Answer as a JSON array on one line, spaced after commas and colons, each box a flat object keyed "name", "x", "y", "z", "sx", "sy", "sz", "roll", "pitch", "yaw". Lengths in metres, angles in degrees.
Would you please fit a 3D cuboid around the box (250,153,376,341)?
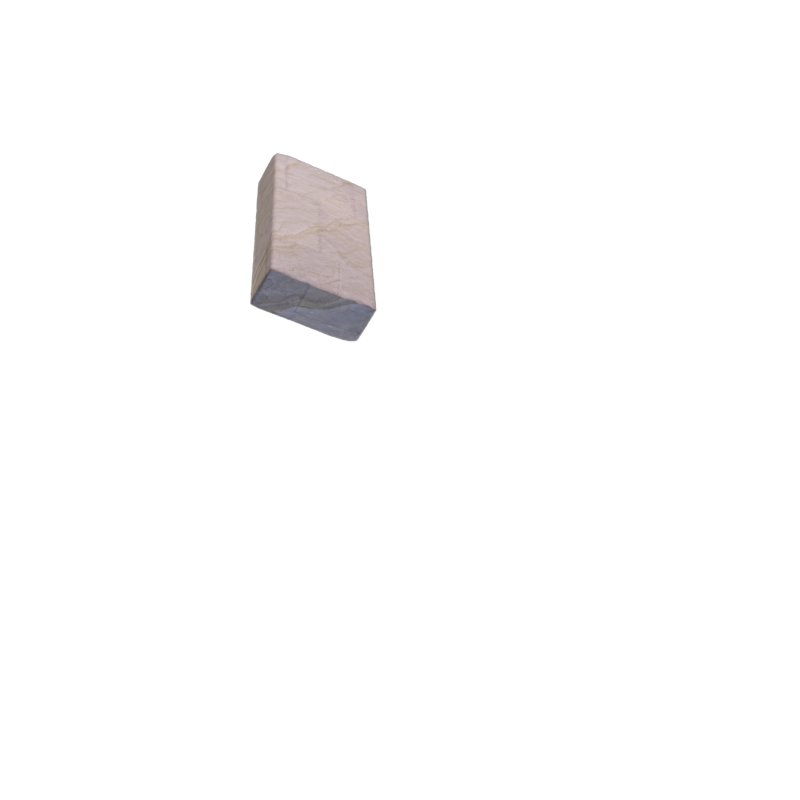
[{"name": "box", "x": -0.072, "y": -0.131, "z": 0.915, "sx": 0.090, "sy": 0.046, "sz": 0.189, "roll": 19, "pitch": 38, "yaw": -20}]
